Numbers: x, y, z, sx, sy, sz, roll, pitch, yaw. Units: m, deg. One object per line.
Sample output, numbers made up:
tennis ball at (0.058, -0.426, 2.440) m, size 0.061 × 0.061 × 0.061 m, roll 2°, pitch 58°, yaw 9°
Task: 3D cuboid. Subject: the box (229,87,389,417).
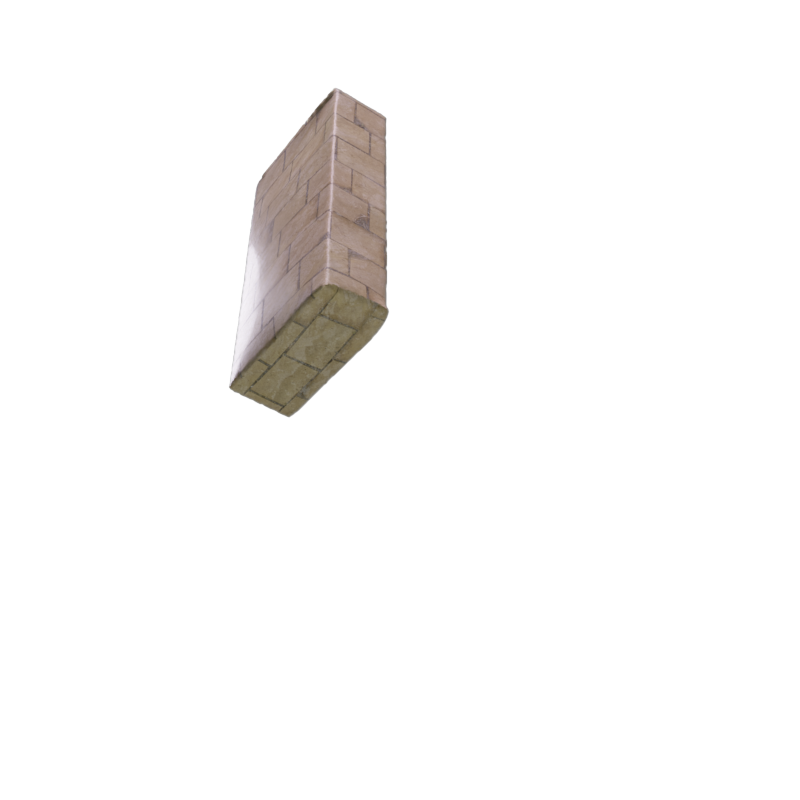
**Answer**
box at (-0.049, -0.088, 0.619) m, size 0.046 × 0.189 × 0.091 m, roll 26°, pitch -52°, yaw -27°
